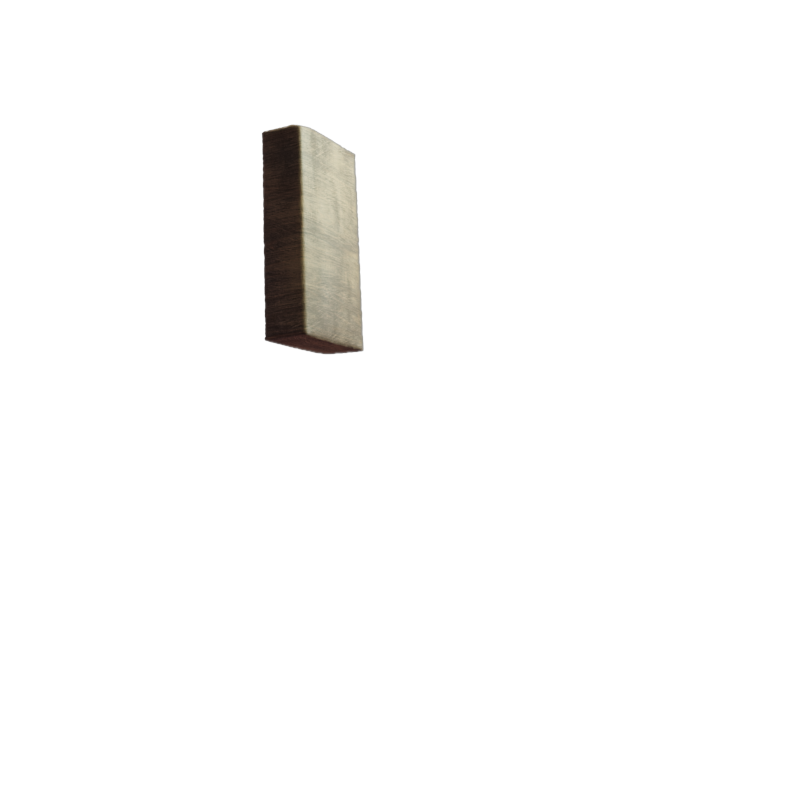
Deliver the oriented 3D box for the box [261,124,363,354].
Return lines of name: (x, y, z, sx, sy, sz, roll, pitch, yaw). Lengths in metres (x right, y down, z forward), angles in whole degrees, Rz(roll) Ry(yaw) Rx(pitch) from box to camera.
box: (-0.071, -0.130, 0.913, 0.049, 0.182, 0.088, -9, -15, 29)
